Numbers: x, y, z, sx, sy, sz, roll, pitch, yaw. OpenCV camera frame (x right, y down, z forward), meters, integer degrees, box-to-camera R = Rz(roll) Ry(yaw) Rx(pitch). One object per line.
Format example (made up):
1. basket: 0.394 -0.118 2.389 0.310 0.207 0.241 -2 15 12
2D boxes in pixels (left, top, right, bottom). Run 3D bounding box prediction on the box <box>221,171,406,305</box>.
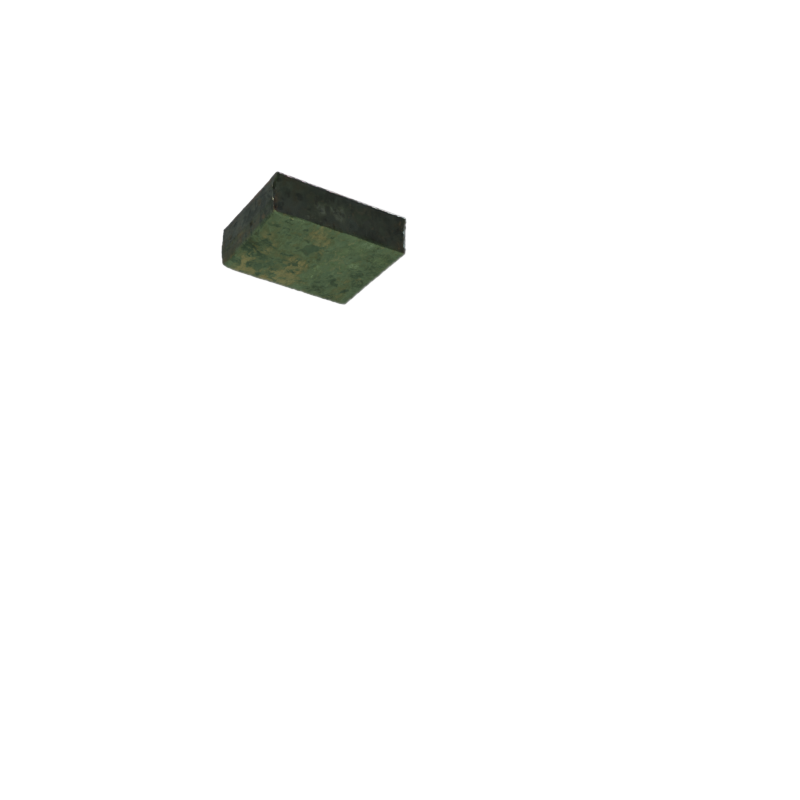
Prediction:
1. box: -0.065 -0.118 0.829 0.108 0.041 0.088 15 -32 -27
